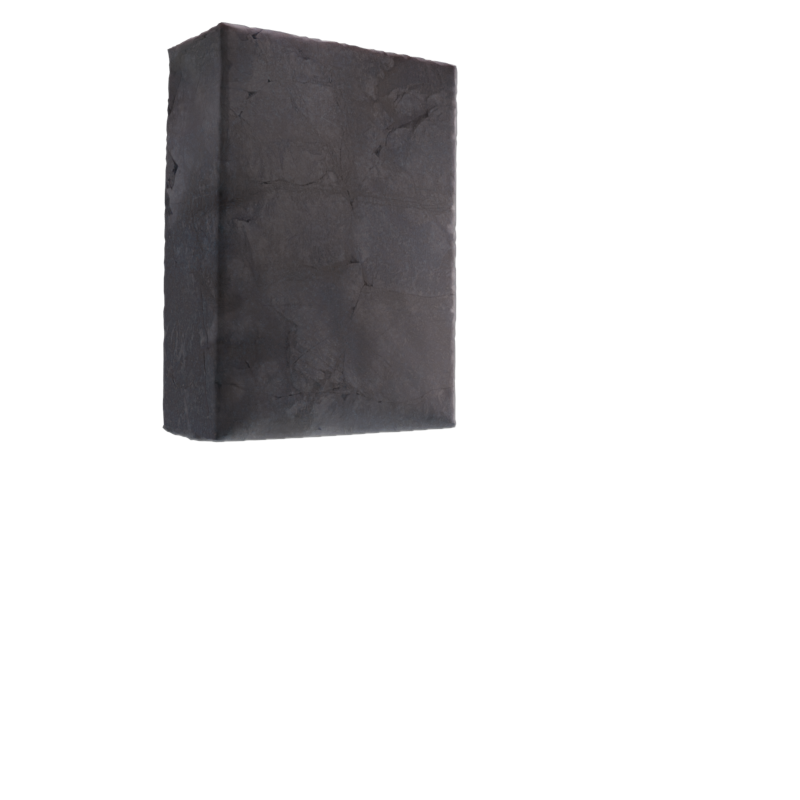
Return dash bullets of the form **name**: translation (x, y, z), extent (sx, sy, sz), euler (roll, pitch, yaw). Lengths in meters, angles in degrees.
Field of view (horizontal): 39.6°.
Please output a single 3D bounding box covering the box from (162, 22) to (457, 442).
- **box**: translation (-0.049, -0.089, 0.624), extent (0.158, 0.216, 0.074), euler (1, -4, -37)
